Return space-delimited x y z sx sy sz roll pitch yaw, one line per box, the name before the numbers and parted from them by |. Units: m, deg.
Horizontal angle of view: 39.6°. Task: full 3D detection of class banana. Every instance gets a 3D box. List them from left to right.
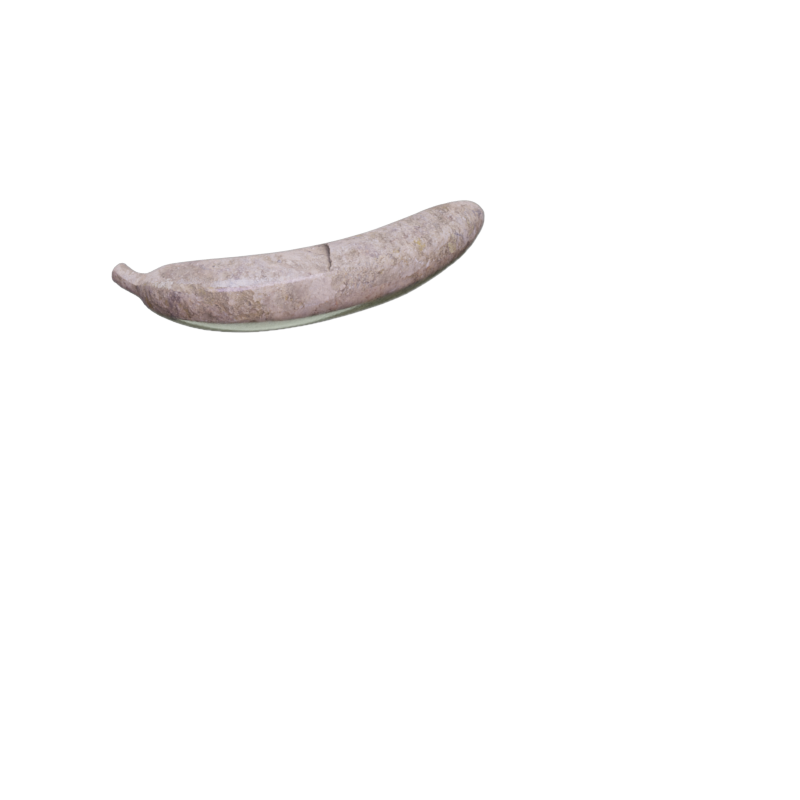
banana | -0.043 -0.067 0.551 0.196 0.034 0.075 -10 44 -11
